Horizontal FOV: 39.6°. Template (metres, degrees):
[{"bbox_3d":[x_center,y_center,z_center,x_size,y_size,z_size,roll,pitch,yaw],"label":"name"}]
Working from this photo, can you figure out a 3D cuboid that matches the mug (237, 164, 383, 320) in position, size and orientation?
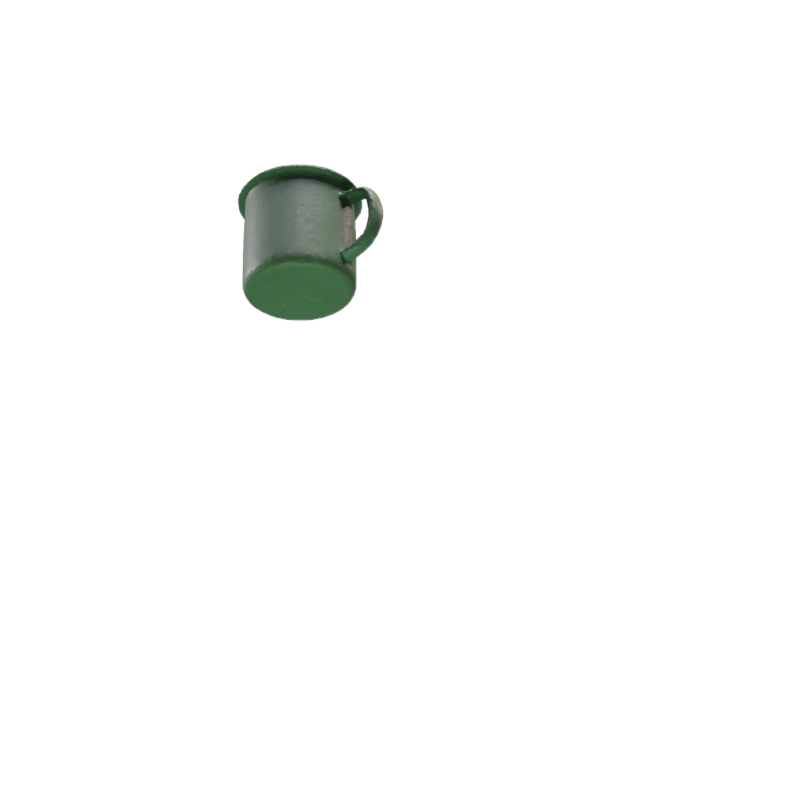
[{"bbox_3d":[-0.063,-0.114,0.800,0.118,0.087,0.086,-19,-36,27],"label":"mug"}]
